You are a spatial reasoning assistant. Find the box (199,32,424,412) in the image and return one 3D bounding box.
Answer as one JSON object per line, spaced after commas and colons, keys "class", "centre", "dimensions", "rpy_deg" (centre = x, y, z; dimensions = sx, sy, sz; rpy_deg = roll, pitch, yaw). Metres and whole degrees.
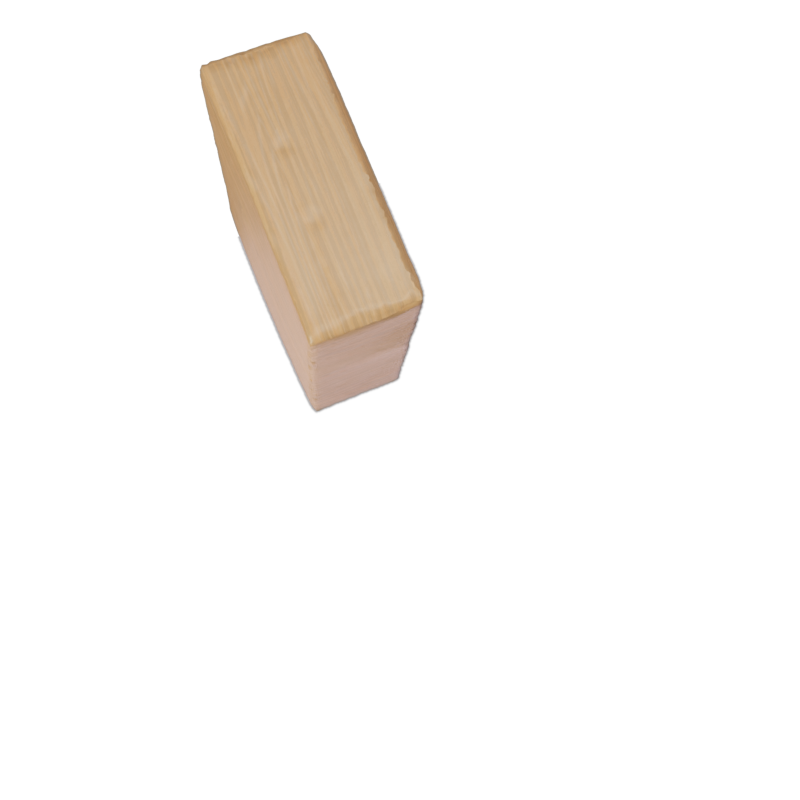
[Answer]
{"class": "box", "centre": [-0.052, -0.095, 0.663], "dimensions": [0.072, 0.171, 0.207], "rpy_deg": [-21, -11, -8]}
